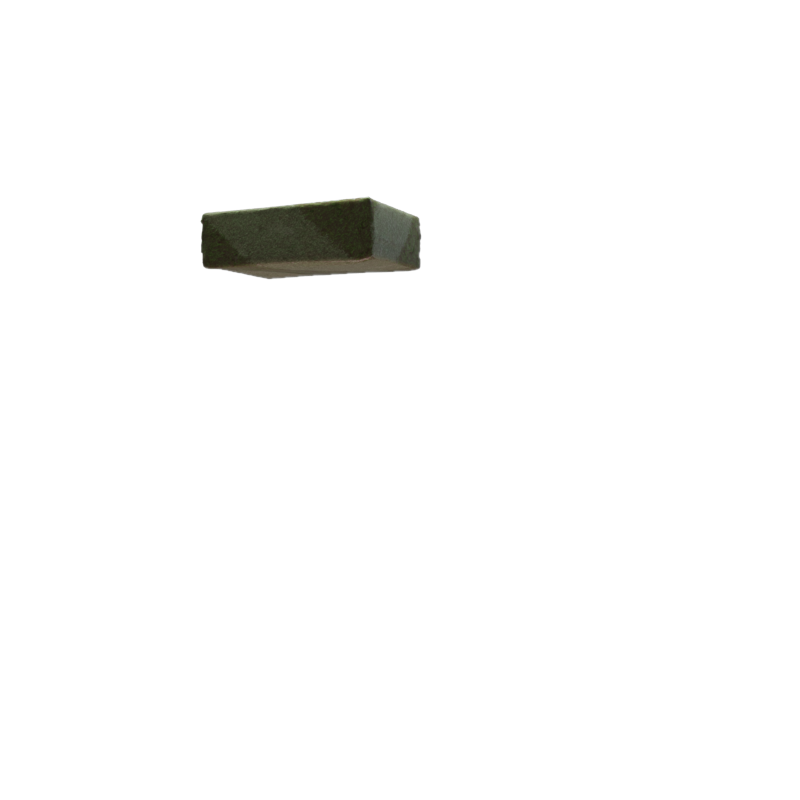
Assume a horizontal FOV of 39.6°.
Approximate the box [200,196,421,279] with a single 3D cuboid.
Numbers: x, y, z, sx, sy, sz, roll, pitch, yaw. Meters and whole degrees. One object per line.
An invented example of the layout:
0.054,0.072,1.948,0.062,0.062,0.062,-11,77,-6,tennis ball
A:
-0.054,-0.098,0.688,0.116,0.039,0.087,1,1,22,box
